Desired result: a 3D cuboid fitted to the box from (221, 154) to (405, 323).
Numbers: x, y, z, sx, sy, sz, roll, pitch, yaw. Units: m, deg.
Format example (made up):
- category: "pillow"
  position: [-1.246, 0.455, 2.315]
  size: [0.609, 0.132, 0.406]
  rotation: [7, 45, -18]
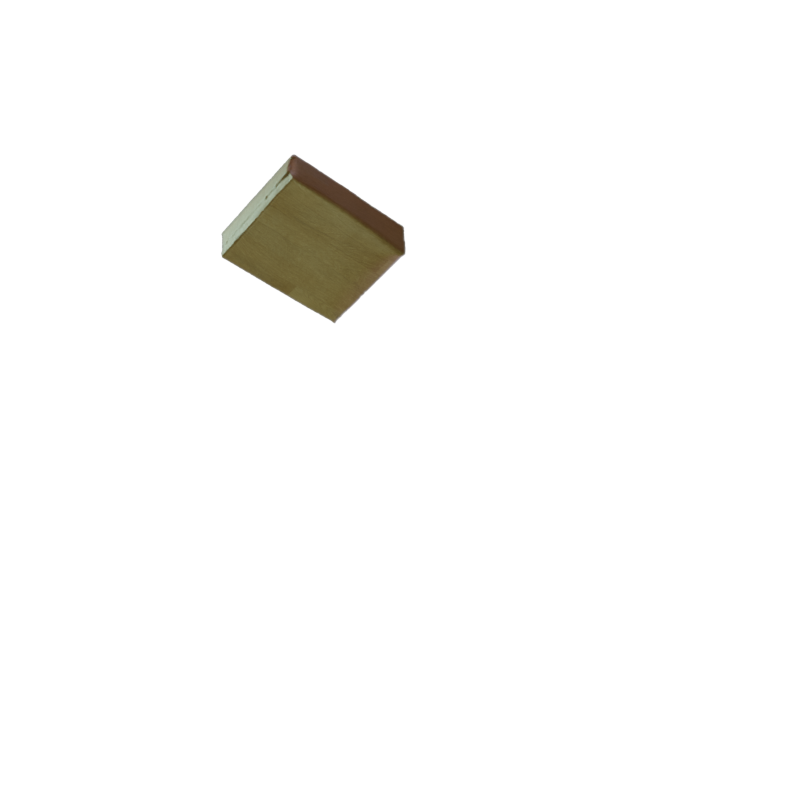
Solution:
- category: "box"
  position: [-0.066, -0.120, 0.840]
  size: [0.108, 0.042, 0.088]
  rotation: [33, -59, -24]
